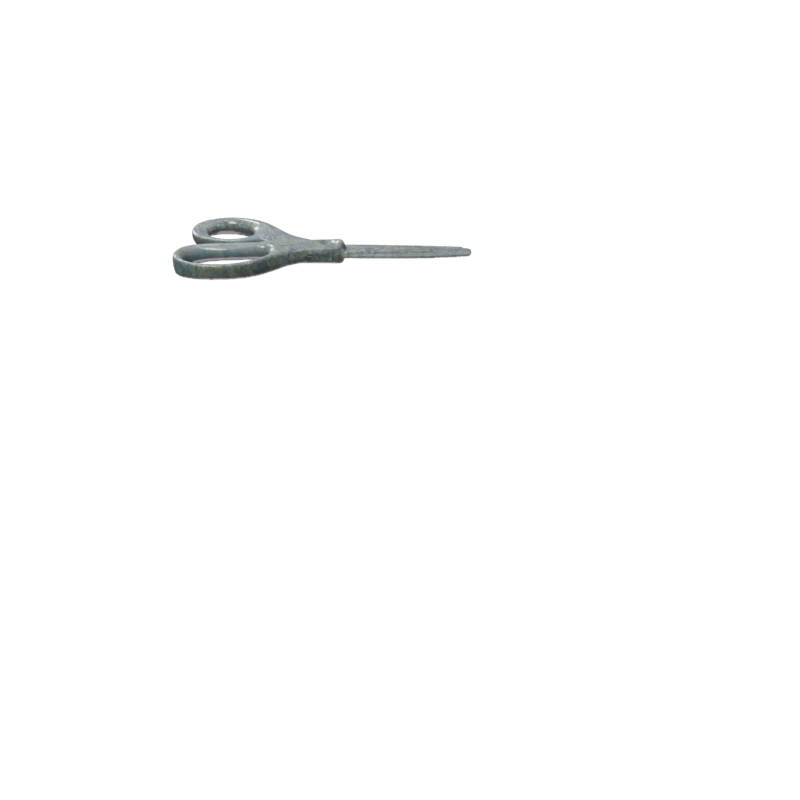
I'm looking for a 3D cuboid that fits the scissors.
[{"bbox_3d":[-0.061,-0.112,0.782,0.199,0.015,0.103,-8,30,-13],"label":"scissors"}]
